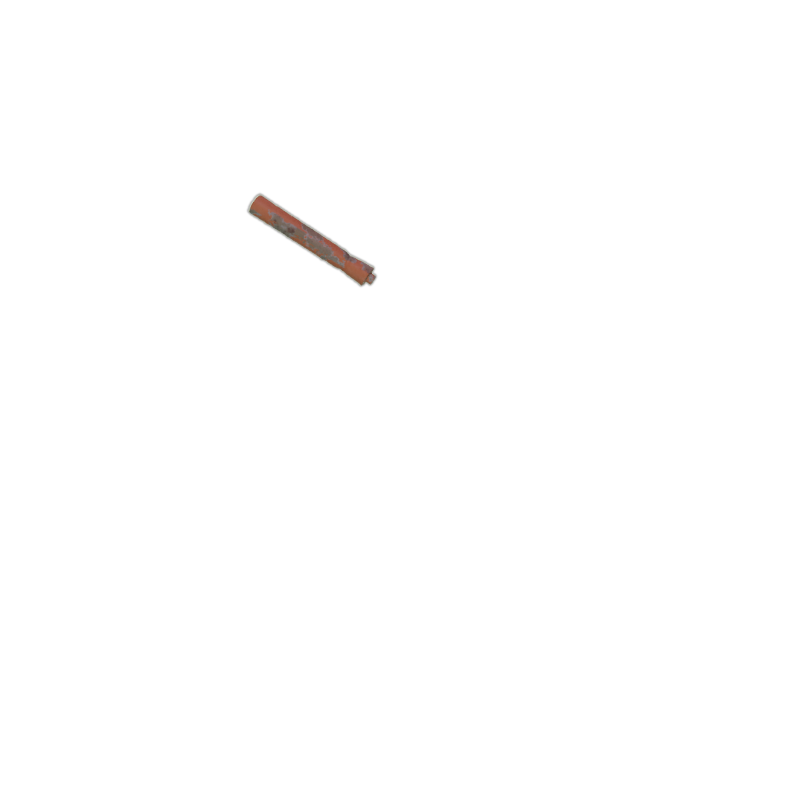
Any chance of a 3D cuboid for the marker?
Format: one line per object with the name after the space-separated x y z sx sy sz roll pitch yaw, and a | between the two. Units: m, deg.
-0.072 -0.132 0.925 0.124 0.019 0.019 34 9 10 | marker
